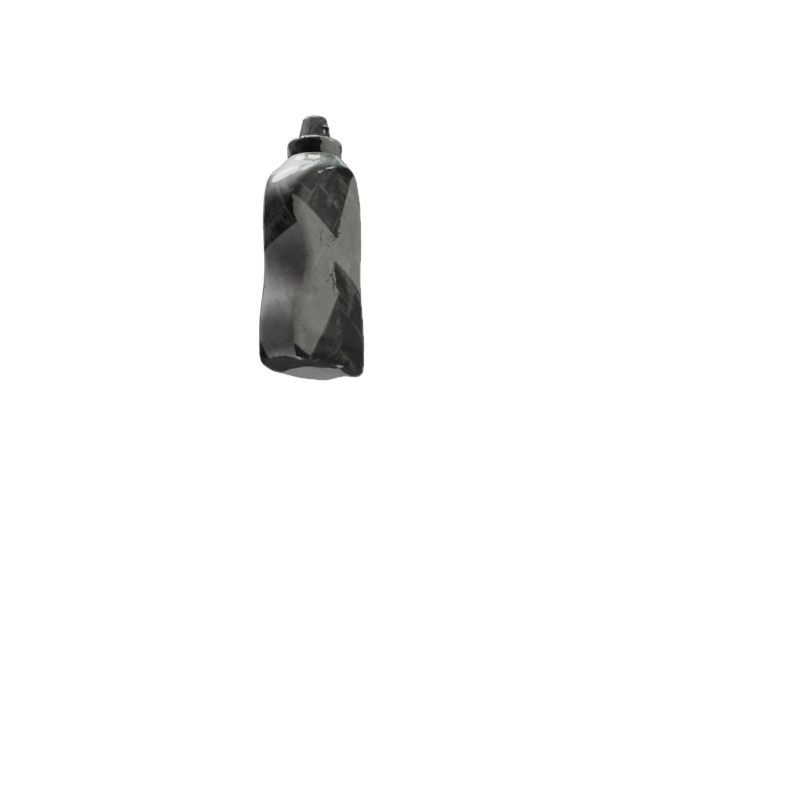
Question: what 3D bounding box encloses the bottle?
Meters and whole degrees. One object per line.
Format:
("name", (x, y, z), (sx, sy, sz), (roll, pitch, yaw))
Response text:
("bottle", (-0.063, -0.115, 0.807), (0.060, 0.199, 0.090), (-10, -17, 30))
